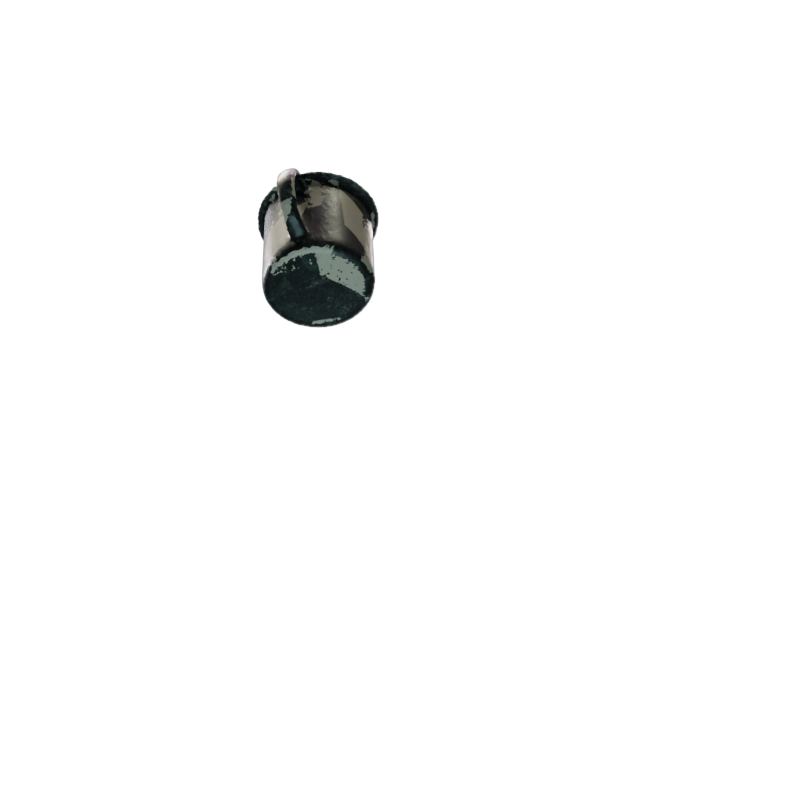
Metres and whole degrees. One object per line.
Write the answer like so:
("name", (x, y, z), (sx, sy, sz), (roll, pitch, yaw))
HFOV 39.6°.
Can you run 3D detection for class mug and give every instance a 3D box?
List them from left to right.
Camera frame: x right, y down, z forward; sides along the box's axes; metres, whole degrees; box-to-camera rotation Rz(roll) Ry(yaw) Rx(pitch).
("mug", (-0.064, -0.116, 0.815), (0.094, 0.108, 0.087), (-13, 42, 10))
